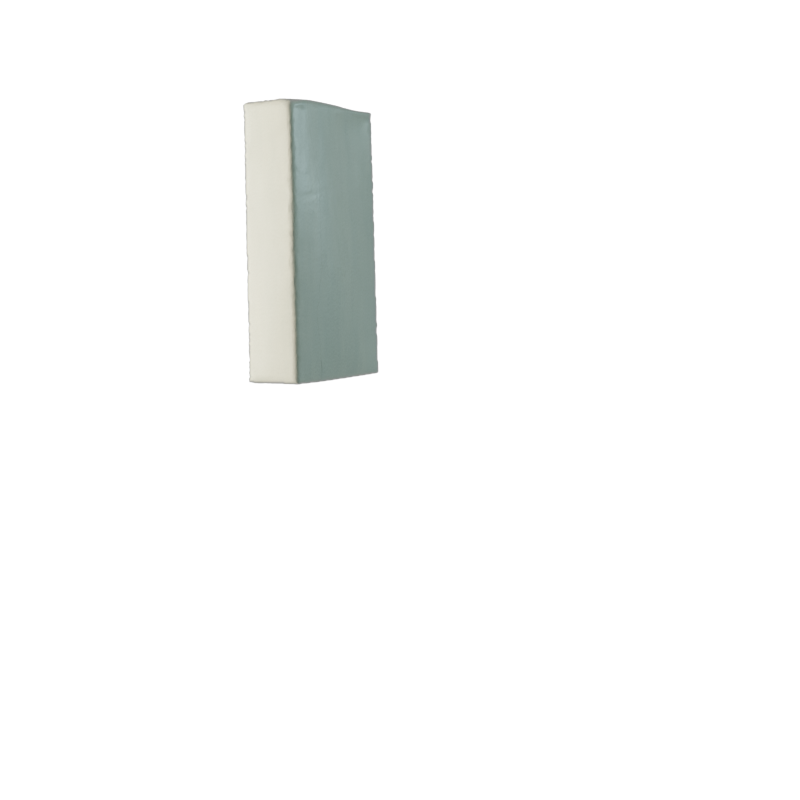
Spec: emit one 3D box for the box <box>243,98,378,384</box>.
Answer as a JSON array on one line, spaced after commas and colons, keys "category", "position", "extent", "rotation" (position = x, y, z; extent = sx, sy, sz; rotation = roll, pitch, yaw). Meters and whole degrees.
[{"category": "box", "position": [-0.056, -0.102, 0.717], "extent": [0.050, 0.176, 0.090], "rotation": [0, 1, 34]}]
